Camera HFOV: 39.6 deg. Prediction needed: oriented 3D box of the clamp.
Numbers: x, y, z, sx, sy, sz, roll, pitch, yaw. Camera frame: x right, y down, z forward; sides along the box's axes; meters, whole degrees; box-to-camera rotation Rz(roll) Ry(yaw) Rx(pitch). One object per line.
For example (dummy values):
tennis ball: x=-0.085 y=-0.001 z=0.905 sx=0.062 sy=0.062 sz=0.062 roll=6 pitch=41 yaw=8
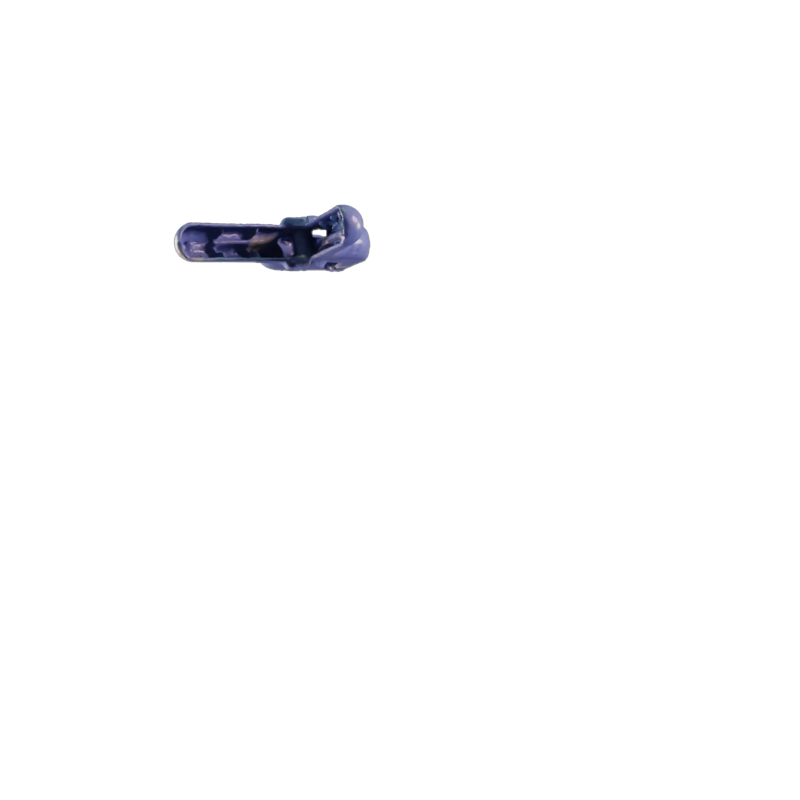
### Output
clamp: x=-0.058 y=-0.105 z=0.737 sx=0.124 sy=0.039 sz=0.167 roll=2 pitch=6 yaw=23
